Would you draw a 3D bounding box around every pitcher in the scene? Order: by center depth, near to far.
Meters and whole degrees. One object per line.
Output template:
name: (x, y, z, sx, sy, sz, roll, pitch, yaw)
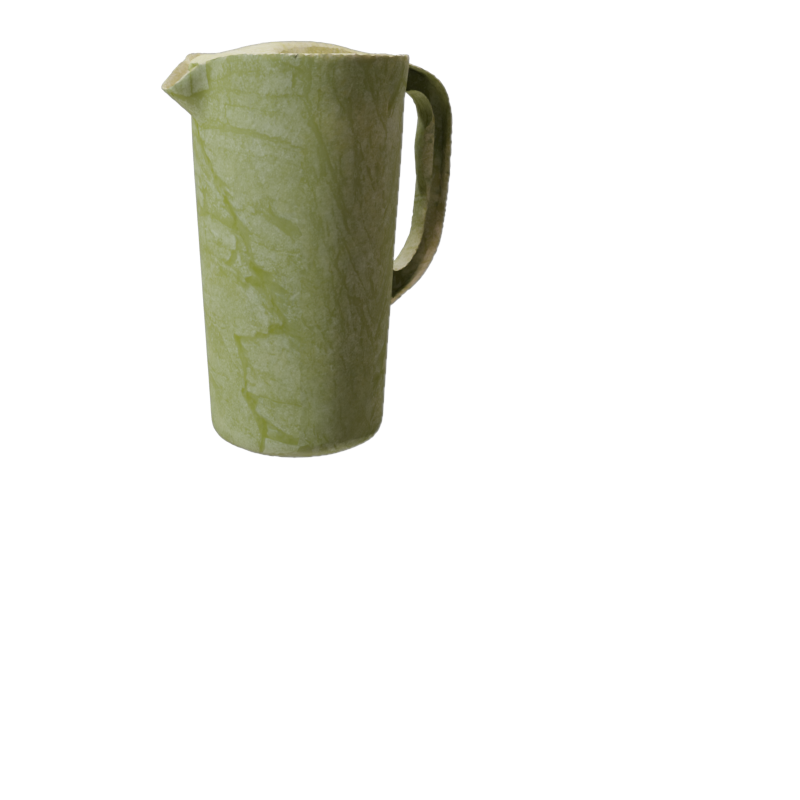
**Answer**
pitcher: (-0.053, -0.097, 0.683, 0.152, 0.237, 0.146, 4, 13, 14)
